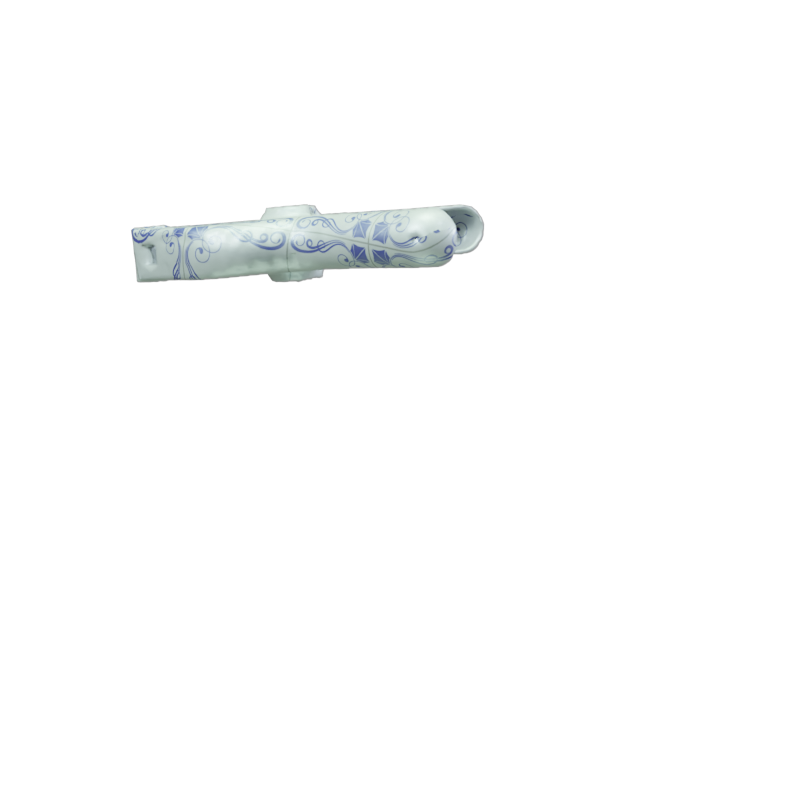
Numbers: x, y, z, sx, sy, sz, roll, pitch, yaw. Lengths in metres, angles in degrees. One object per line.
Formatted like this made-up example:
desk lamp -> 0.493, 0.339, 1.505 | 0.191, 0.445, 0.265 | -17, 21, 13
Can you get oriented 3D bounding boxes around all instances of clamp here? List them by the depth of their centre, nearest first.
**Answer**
clamp -> -0.042, -0.076, 0.533 | 0.176, 0.039, 0.117 | 2, 5, 22
